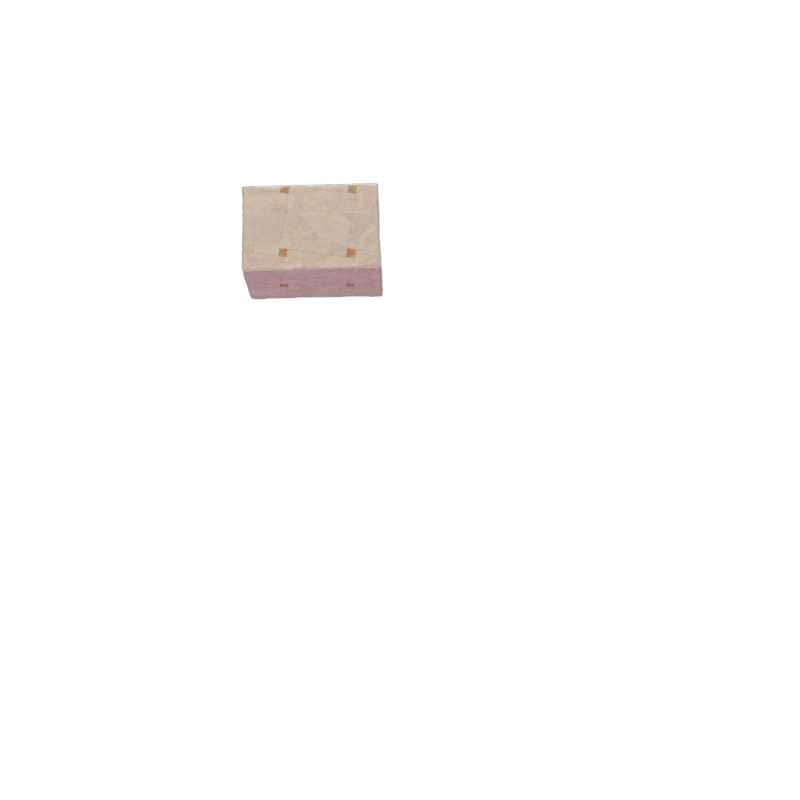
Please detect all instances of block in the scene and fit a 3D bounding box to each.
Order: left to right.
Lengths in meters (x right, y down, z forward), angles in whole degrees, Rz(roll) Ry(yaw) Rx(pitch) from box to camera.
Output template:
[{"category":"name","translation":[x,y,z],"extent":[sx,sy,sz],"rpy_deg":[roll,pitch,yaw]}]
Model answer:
[{"category":"block","translation":[-0.049,-0.089,0.625],"extent":[0.078,0.054,0.050],"rpy_deg":[-1,-17,1]}]
